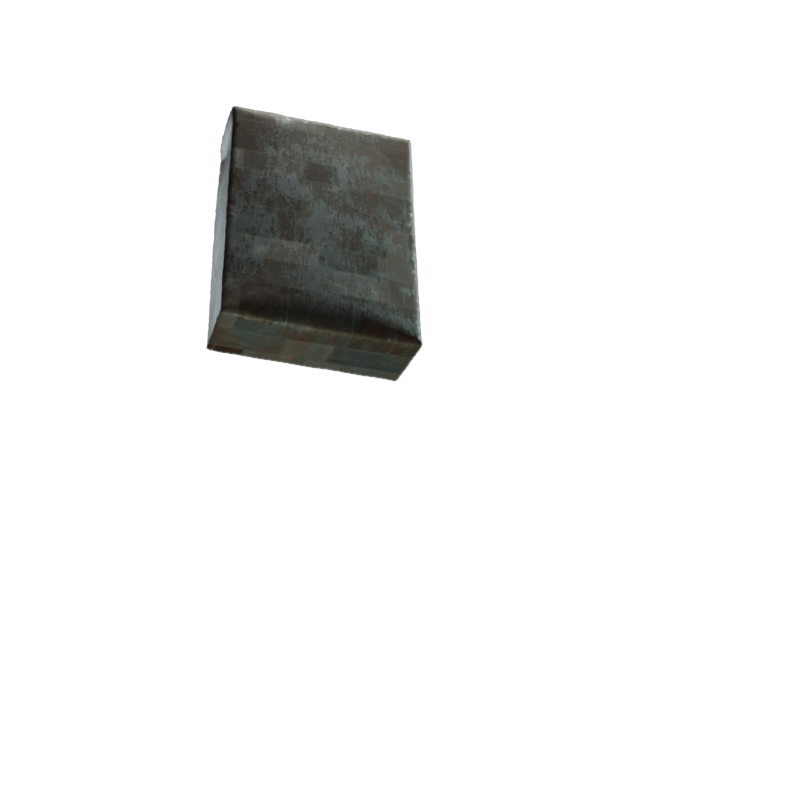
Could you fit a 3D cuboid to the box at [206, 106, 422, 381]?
[{"bbox_3d":[-0.073,-0.132,0.927,0.160,0.229,0.069,8,-35,-15],"label":"box"}]
